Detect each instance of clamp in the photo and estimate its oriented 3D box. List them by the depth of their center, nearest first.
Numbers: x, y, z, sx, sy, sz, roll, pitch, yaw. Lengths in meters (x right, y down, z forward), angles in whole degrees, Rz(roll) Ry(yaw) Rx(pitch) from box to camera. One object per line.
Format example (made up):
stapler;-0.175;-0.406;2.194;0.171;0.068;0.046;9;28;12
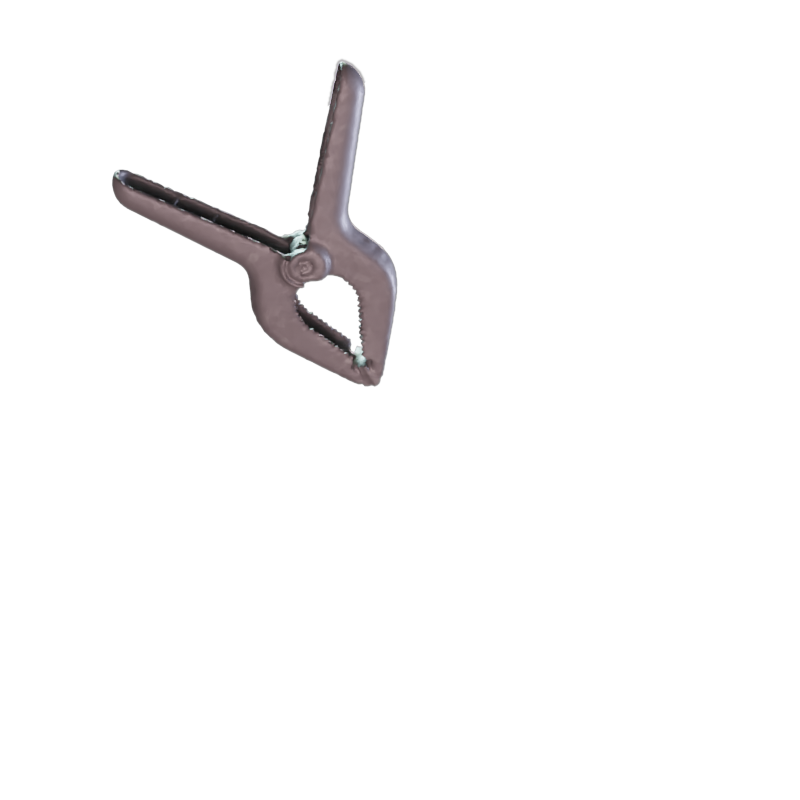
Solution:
clamp;-0.054;-0.098;0.690;0.164;0.198;0.039;-29;25;15
